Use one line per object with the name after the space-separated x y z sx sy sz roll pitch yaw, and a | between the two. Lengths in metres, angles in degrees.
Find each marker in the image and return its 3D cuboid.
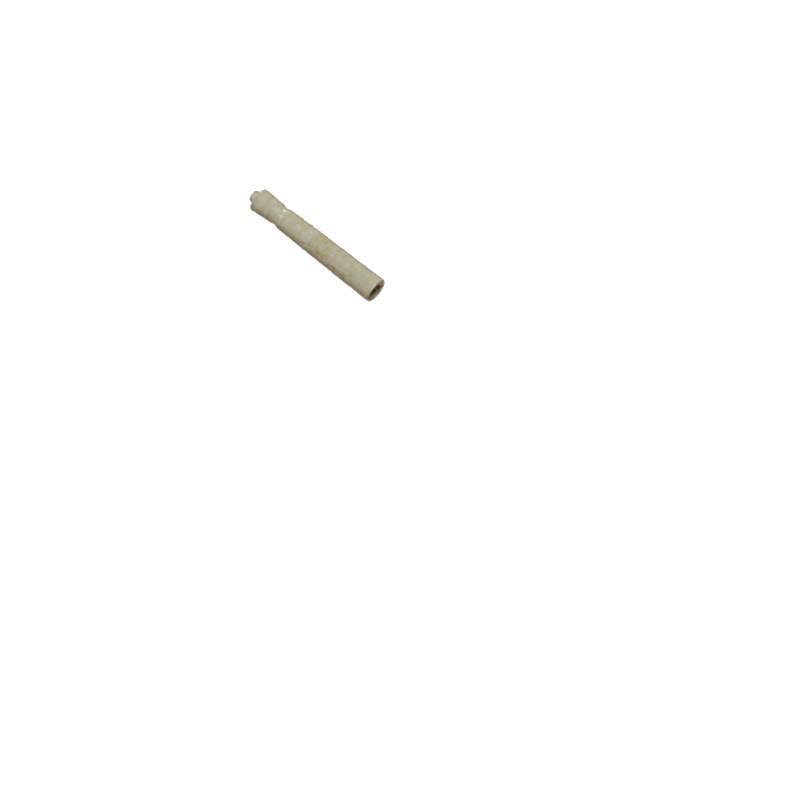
-0.062 -0.113 0.794 0.127 0.019 0.019 40 19 21 | marker
